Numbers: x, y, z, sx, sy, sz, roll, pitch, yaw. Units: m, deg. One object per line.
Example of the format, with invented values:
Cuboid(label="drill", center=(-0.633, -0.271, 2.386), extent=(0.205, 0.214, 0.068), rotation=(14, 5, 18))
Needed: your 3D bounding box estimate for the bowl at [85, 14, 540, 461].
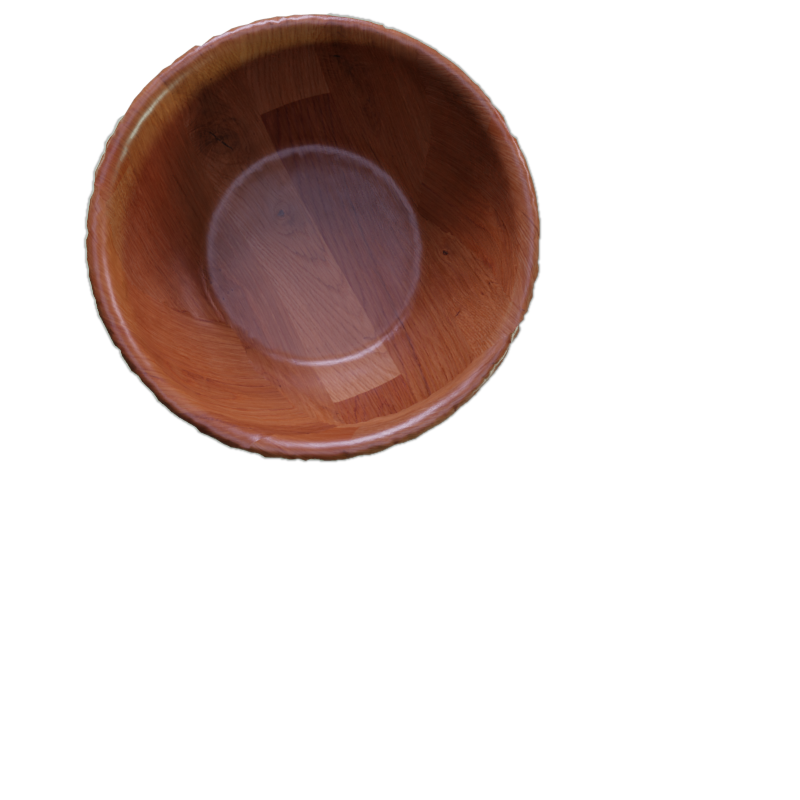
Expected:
Cuboid(label="bowl", center=(-0.033, -0.060, 0.418), extent=(0.162, 0.165, 0.054), rotation=(0, -8, 0))
